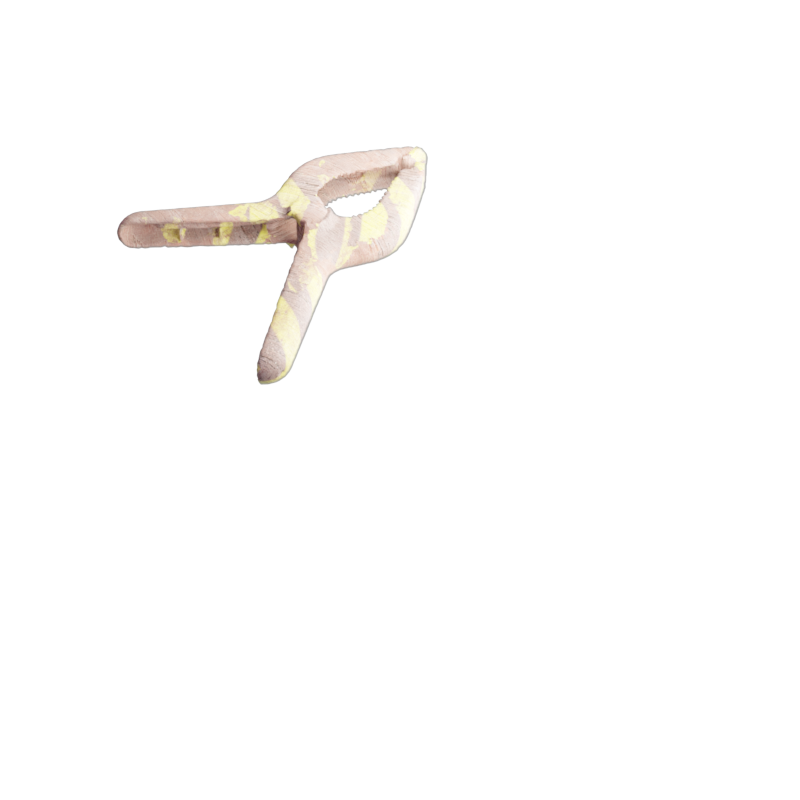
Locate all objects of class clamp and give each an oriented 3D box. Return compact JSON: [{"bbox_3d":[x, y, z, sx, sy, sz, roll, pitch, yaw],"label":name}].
[{"bbox_3d":[-0.057,-0.103,0.722,0.209,0.034,0.177,-27,55,-21],"label":"clamp"}]
